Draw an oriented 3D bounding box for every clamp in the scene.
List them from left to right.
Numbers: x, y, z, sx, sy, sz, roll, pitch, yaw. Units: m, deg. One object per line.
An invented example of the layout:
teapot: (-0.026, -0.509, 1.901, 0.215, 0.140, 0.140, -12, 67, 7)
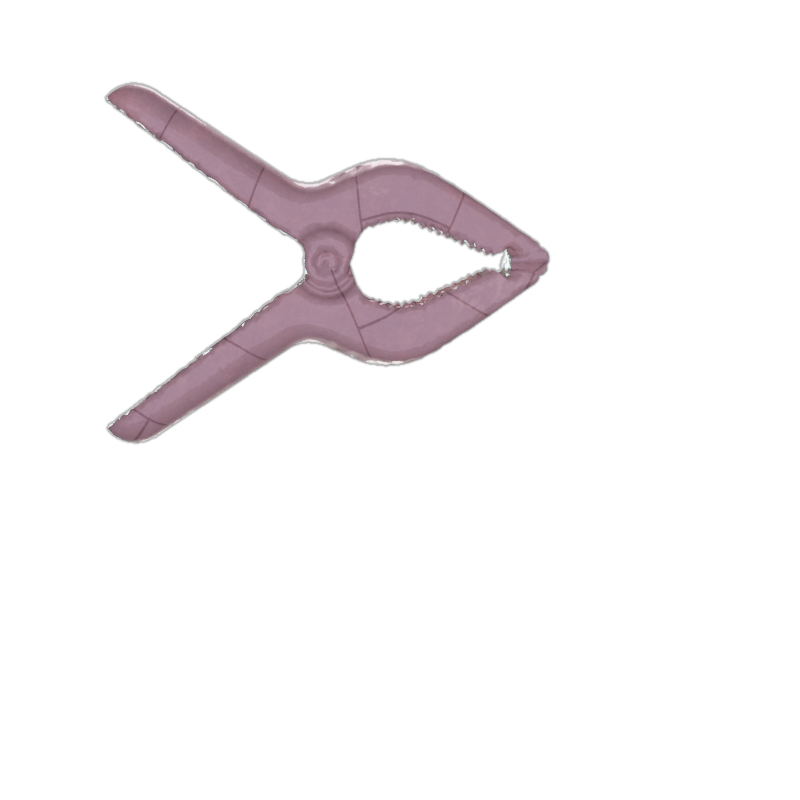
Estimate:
clamp: (-0.040, -0.073, 0.512, 0.210, 0.164, 0.037, -7, 2, 0)
